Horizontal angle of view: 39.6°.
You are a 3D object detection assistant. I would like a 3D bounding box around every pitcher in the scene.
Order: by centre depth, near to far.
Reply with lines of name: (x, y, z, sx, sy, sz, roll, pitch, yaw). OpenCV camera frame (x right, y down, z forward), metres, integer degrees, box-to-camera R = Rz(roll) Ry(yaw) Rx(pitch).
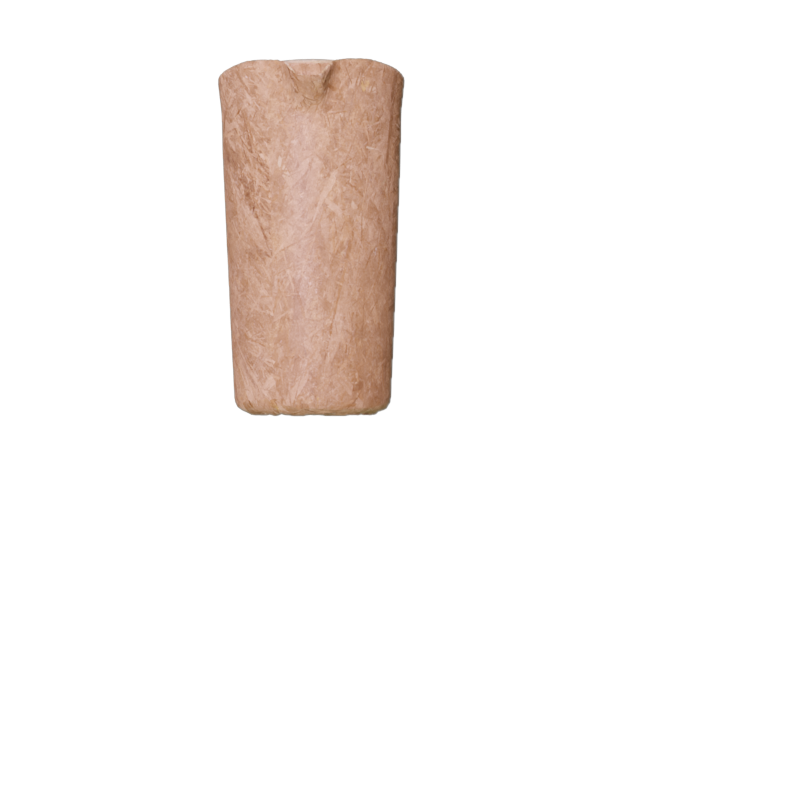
pitcher: (-0.062, -0.113, 0.789, 0.149, 0.247, 0.142, -5, -8, 42)
